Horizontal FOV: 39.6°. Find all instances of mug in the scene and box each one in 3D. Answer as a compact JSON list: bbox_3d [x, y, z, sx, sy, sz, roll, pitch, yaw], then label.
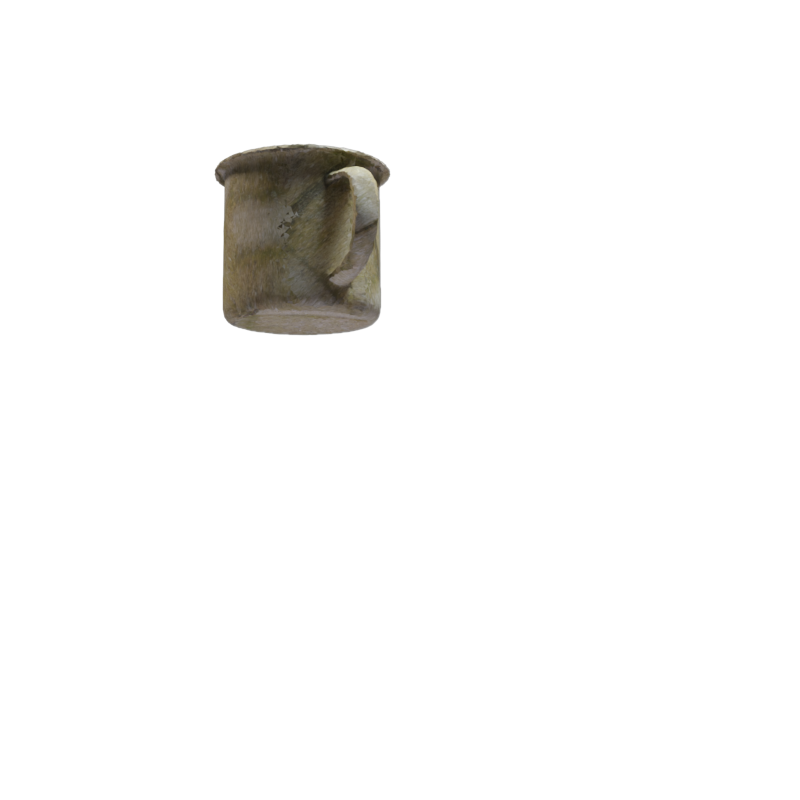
[{"bbox_3d":[-0.044,-0.081,0.567,0.089,0.084,0.119,6,-11,-32],"label":"mug"}]
